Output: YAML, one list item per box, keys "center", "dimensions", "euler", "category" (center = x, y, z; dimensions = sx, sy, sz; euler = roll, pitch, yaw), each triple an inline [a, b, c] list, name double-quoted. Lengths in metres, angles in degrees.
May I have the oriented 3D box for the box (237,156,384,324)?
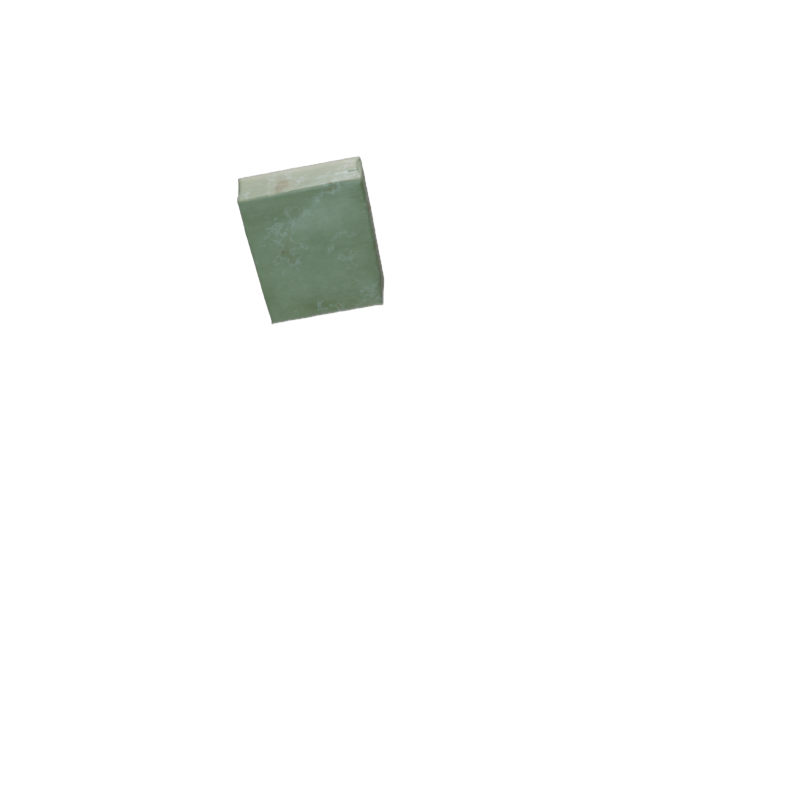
- center: [-0.063, -0.115, 0.804]
  dimensions: [0.090, 0.106, 0.041]
  euler: [-9, 33, 5]
  category: "box"
